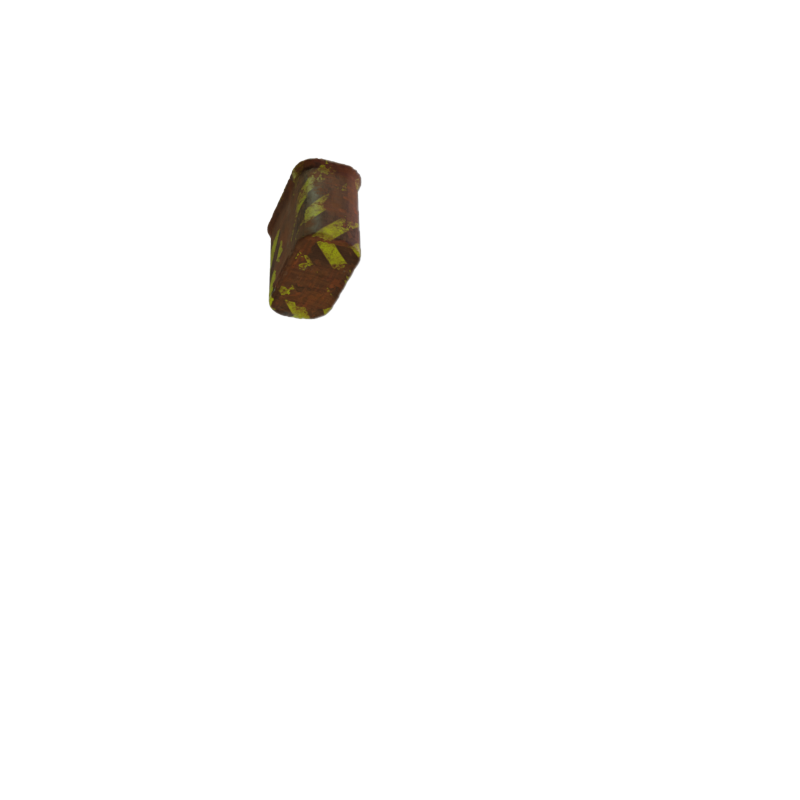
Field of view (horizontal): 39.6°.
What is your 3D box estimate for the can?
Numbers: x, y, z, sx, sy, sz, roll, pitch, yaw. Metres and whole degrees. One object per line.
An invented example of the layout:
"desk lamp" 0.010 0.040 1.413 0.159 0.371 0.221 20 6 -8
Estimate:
"can" -0.068 -0.125 0.876 0.056 0.090 0.098 13 -42 -18
